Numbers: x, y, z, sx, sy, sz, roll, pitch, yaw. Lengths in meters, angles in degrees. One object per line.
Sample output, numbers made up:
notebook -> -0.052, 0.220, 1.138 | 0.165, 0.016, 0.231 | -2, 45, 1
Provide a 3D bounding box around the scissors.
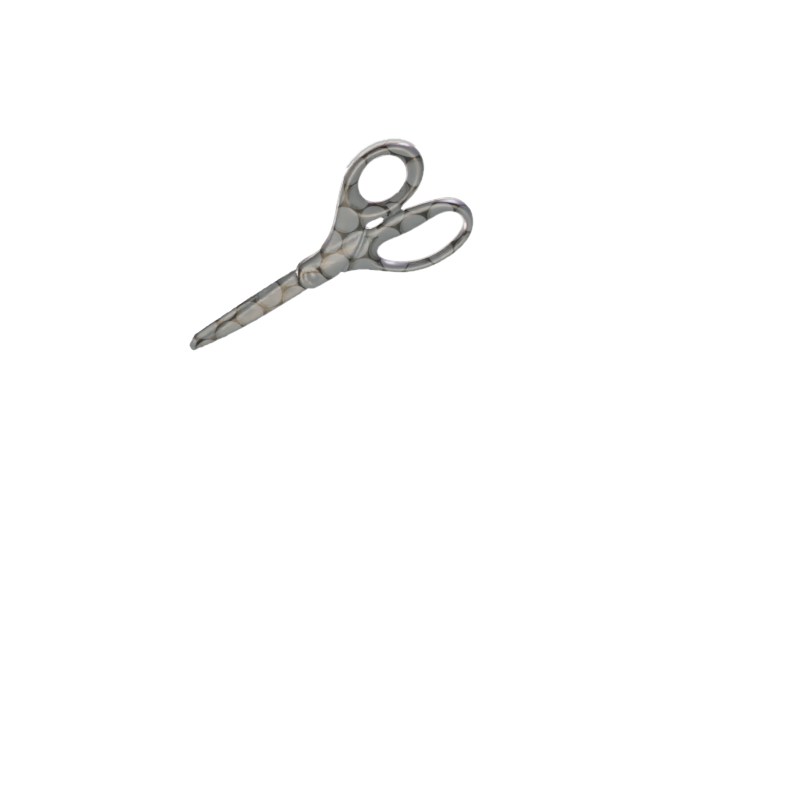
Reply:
scissors -> -0.055, -0.101, 0.705 | 0.202, 0.091, 0.017 | -16, 21, 6
